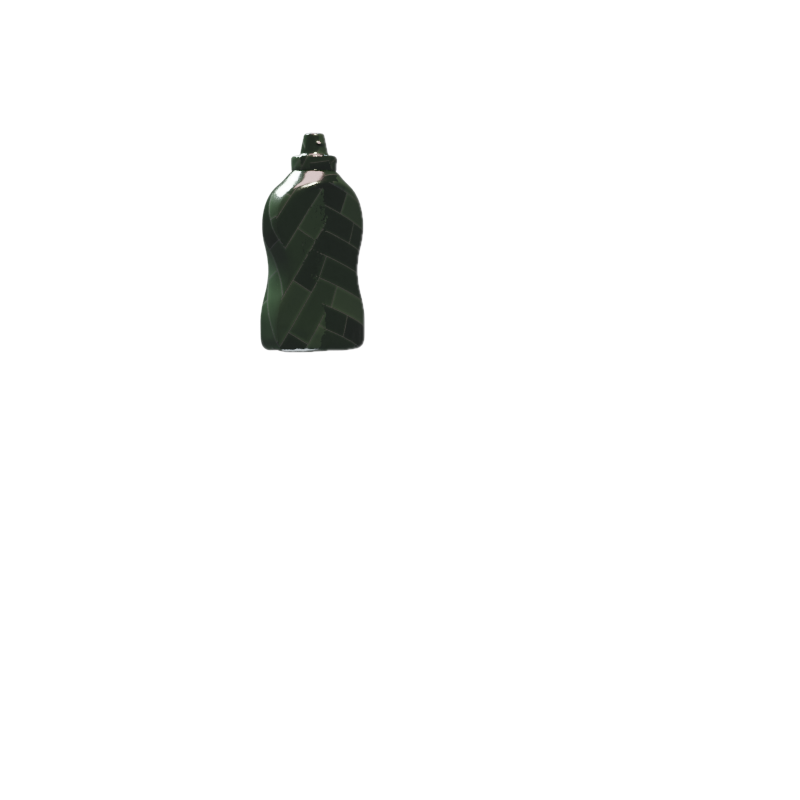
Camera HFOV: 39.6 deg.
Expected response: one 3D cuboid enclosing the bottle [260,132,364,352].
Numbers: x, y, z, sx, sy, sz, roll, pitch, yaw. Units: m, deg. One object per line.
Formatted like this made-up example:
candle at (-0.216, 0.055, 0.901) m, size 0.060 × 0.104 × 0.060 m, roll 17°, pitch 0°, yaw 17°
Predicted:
bottle at (-0.077, -0.140, 0.982) m, size 0.092 × 0.192 × 0.060 m, roll 0°, pitch -1°, yaw -35°
